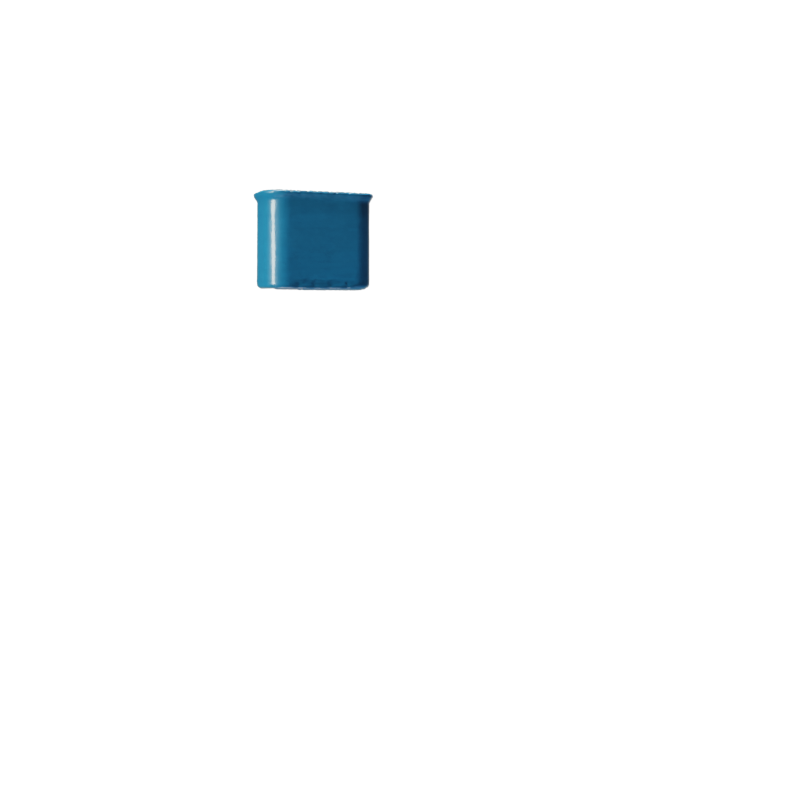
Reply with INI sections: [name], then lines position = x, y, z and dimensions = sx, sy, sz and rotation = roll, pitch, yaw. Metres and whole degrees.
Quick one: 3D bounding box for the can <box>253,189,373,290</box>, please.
[can]
position = -0.076, -0.138, 0.970
dimensions = 0.099, 0.084, 0.059
rotation = 0, -1, -20
